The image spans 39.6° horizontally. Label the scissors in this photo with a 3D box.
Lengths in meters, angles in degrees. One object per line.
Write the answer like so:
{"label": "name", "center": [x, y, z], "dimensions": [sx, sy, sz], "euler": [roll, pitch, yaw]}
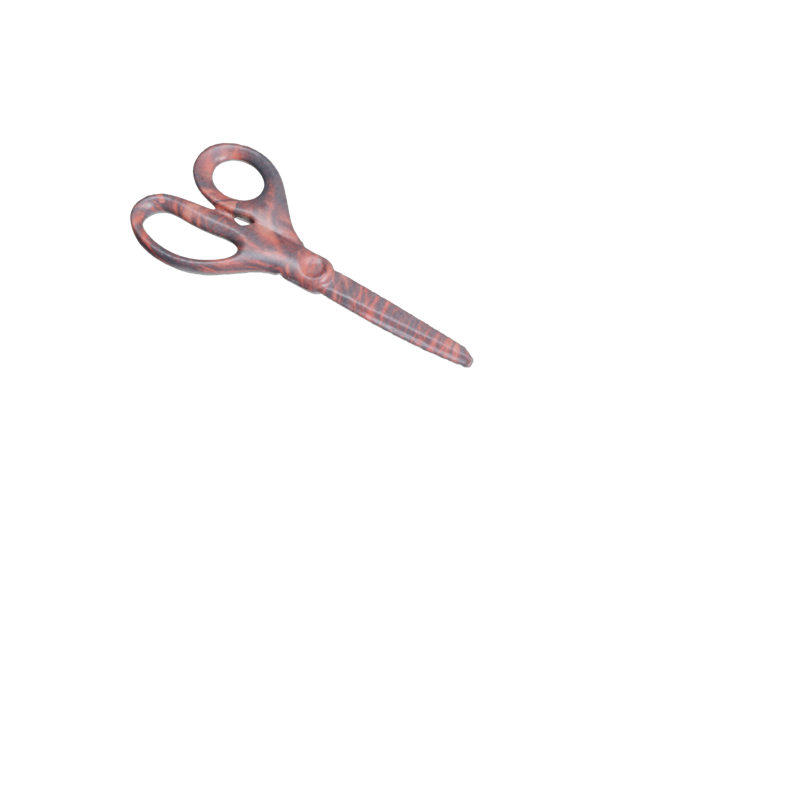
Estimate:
{"label": "scissors", "center": [-0.047, -0.087, 0.606], "dimensions": [0.206, 0.101, 0.015], "euler": [16, -30, 10]}
